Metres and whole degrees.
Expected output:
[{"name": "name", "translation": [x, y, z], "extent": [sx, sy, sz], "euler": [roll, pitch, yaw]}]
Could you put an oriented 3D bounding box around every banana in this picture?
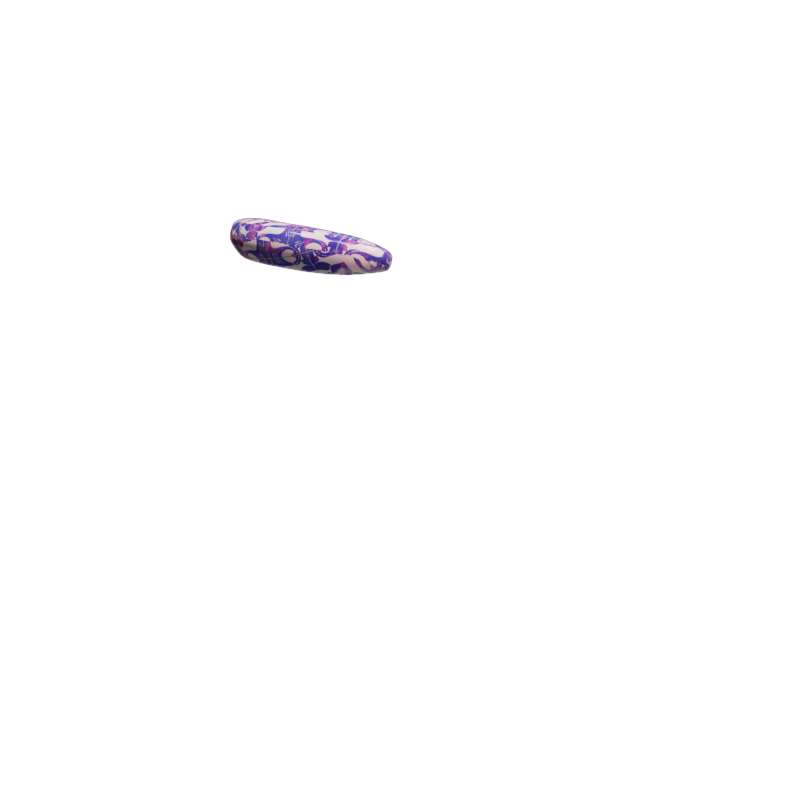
[{"name": "banana", "translation": [-0.090, -0.132, 0.932], "extent": [0.068, 0.036, 0.209], "euler": [-10, 19, -35]}]
